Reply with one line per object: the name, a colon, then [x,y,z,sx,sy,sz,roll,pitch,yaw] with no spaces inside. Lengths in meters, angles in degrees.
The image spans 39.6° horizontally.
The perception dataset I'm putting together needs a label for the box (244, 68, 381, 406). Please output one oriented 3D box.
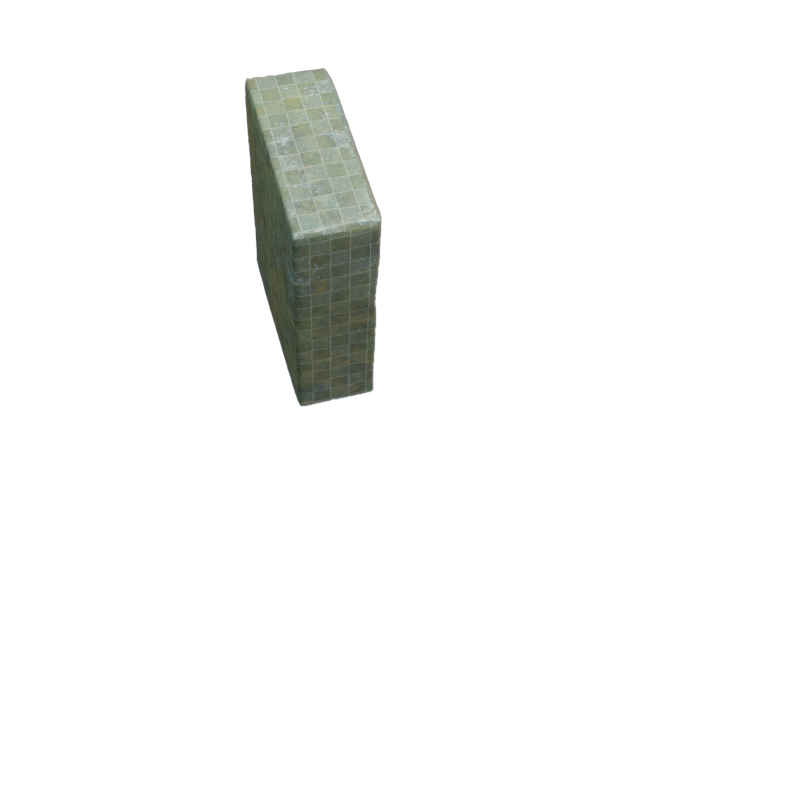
box: [-0.067,-0.123,0.861,0.071,0.177,0.200,-11,-35,-11]
